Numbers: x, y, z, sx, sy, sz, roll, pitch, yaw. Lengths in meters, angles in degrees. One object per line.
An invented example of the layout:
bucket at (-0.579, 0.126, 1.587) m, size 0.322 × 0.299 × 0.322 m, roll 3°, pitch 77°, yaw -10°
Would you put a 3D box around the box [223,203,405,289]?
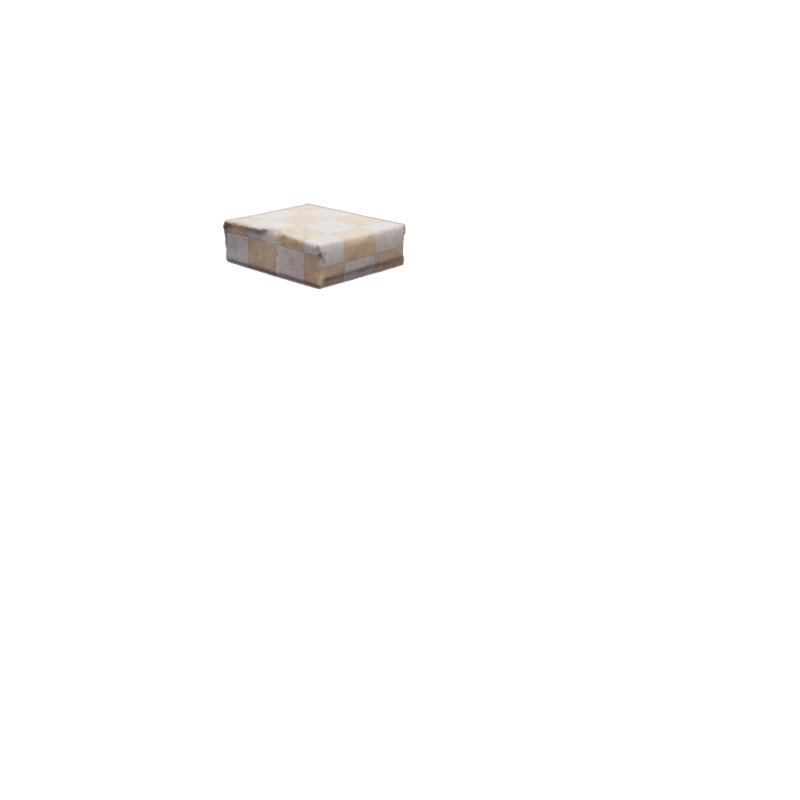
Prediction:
box at (-0.054, -0.097, 0.682) m, size 0.072 × 0.029 × 0.095 m, roll -19°, pitch 28°, yaw -41°
